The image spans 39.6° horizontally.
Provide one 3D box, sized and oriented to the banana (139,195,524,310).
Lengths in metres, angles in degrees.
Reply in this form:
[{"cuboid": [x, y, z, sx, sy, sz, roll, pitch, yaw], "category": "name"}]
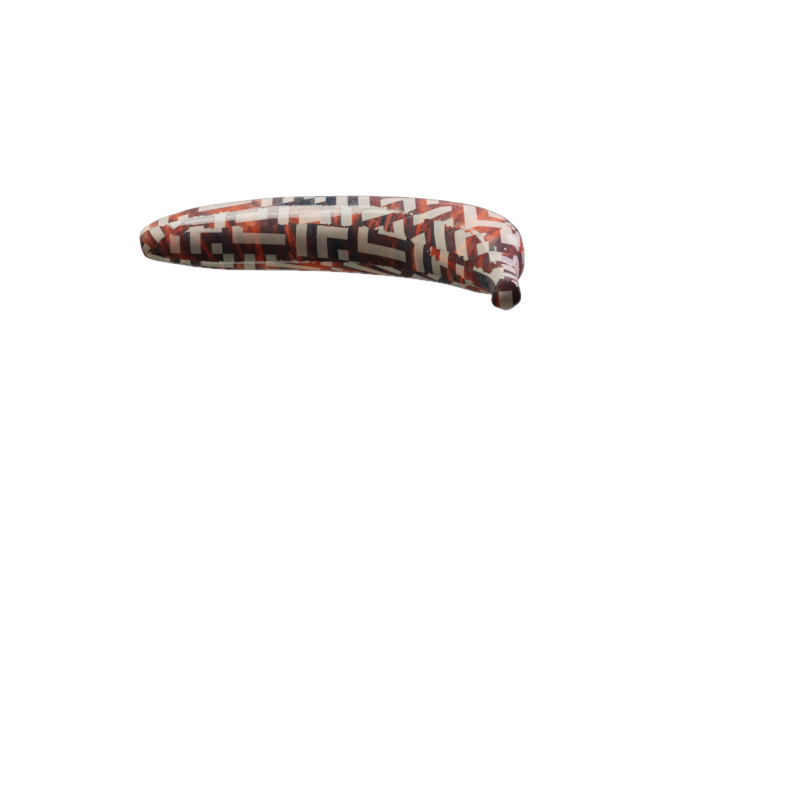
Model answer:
[{"cuboid": [-0.024, -0.071, 0.488, 0.207, 0.036, 0.068, 10, 16, 34], "category": "banana"}]
